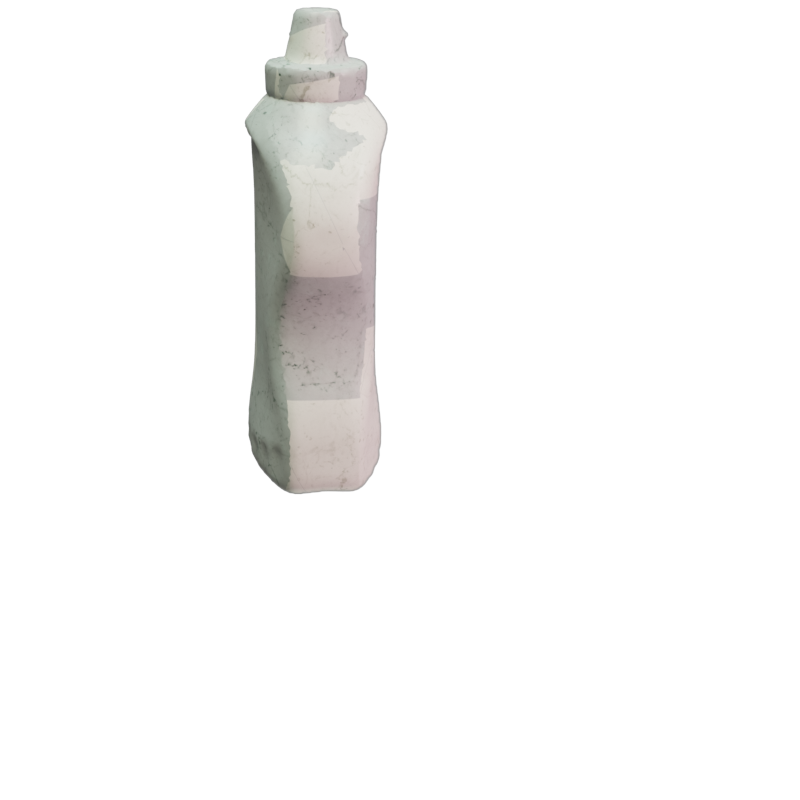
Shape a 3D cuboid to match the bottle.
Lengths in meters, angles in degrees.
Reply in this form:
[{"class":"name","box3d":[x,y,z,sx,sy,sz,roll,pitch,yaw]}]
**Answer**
[{"class":"bottle","box3d":[-0.036,-0.066,0.465,0.058,0.184,0.101,-1,20,-7]}]
